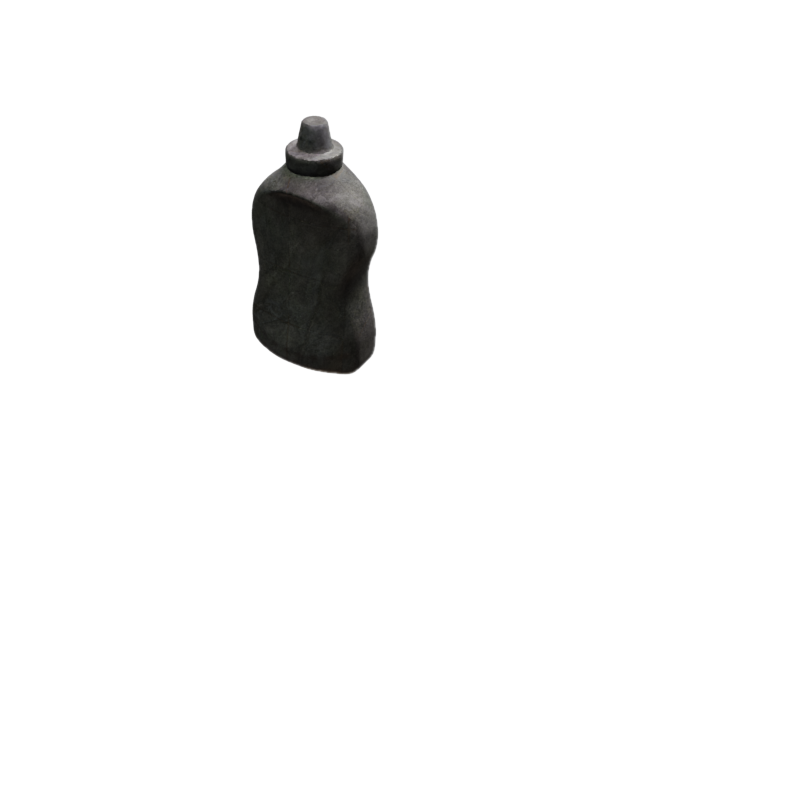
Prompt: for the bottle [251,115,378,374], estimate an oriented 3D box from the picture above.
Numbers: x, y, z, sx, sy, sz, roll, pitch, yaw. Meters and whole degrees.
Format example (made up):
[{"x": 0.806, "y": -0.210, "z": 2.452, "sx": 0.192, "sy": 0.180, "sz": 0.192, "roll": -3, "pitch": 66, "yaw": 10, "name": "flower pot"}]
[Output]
[{"x": -0.063, "y": -0.116, "z": 0.808, "sx": 0.101, "sy": 0.180, "sz": 0.059, "roll": 22, "pitch": 37, "yaw": 27, "name": "bottle"}]
